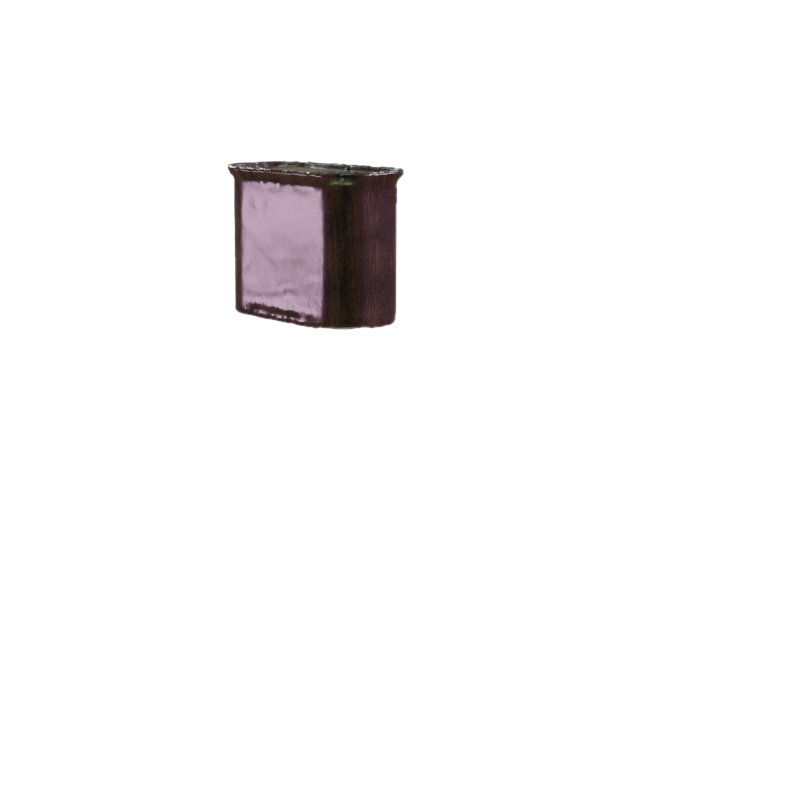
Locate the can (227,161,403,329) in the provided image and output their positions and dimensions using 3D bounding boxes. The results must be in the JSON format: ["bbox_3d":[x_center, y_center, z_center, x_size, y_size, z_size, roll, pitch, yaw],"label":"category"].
[{"bbox_3d":[-0.048,-0.087,0.612,0.107,0.082,0.056,12,15,42],"label":"can"}]
